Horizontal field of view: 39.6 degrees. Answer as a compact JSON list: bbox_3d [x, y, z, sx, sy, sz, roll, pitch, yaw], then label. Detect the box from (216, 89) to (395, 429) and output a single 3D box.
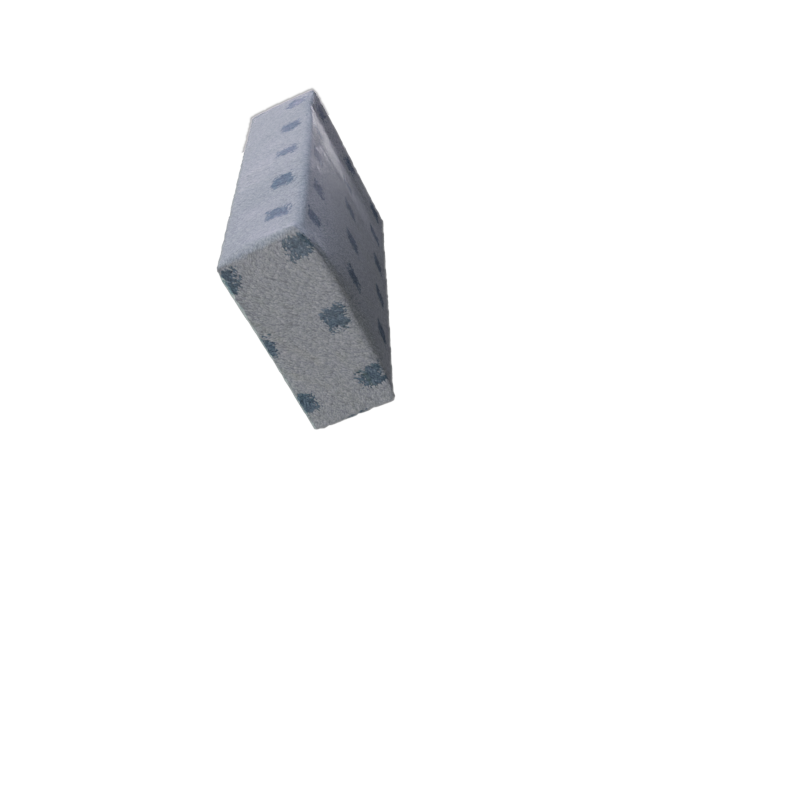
[{"bbox_3d":[-0.042,-0.077,0.538,0.048,0.088,0.187,-24,29,10],"label":"box"}]
